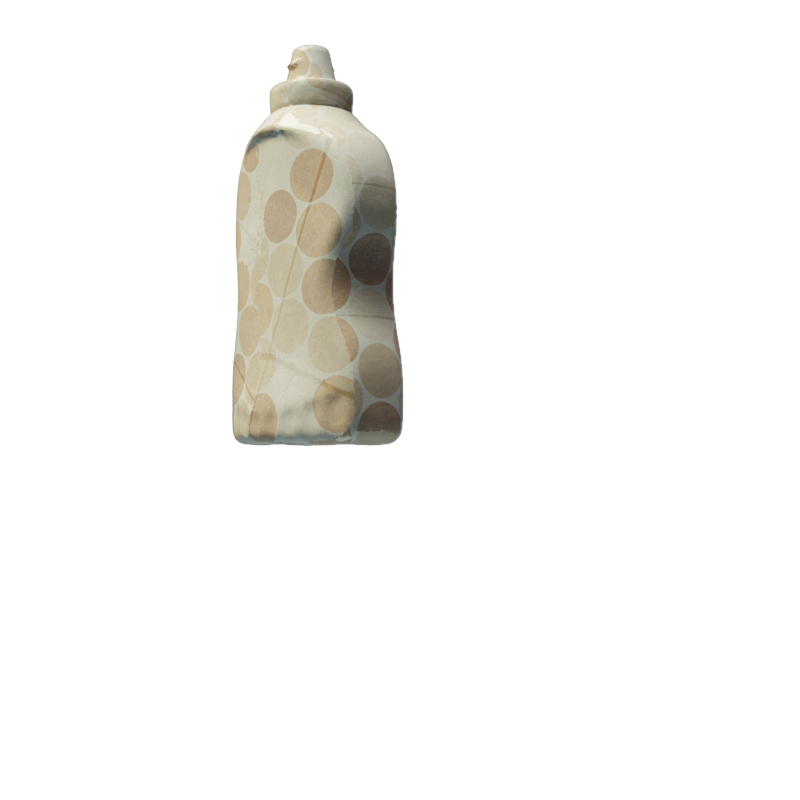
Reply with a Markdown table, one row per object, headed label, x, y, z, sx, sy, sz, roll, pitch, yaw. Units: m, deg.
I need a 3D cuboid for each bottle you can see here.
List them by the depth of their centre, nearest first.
| label | x | y | z | sx | sy | sz | roll | pitch | yaw |
| --- | --- | --- | --- | --- | --- | --- | --- | --- | --- |
| bottle | -0.042 | -0.076 | 0.530 | 0.056 | 0.196 | 0.098 | 6 | -11 | -38 |
